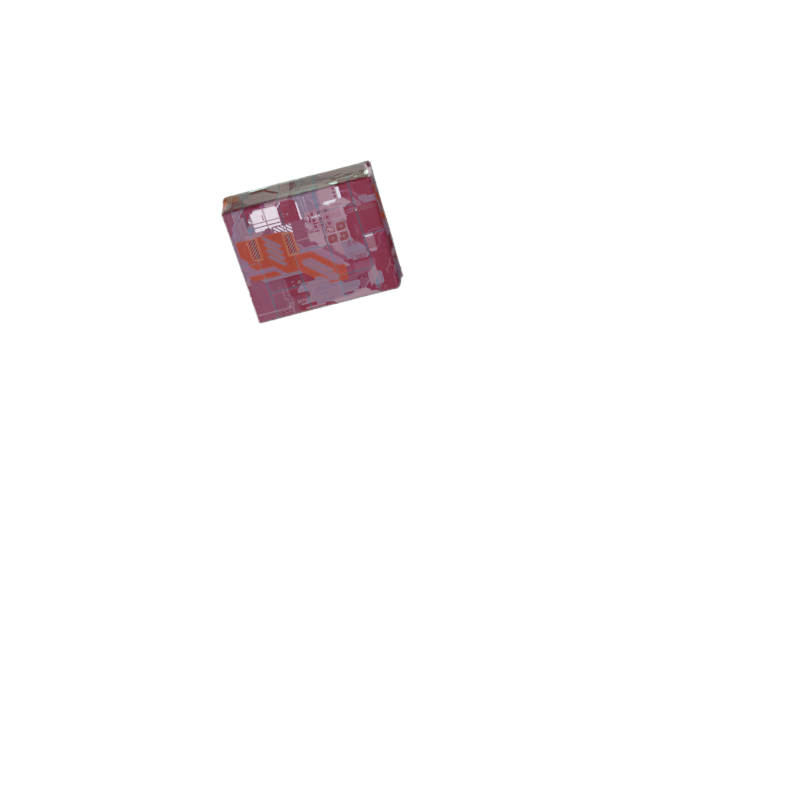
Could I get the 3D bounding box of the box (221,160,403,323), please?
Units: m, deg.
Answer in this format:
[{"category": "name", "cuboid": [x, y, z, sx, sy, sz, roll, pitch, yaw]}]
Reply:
[{"category": "box", "cuboid": [-0.050, -0.091, 0.639, 0.090, 0.069, 0.032, -14, 27, 7]}]
